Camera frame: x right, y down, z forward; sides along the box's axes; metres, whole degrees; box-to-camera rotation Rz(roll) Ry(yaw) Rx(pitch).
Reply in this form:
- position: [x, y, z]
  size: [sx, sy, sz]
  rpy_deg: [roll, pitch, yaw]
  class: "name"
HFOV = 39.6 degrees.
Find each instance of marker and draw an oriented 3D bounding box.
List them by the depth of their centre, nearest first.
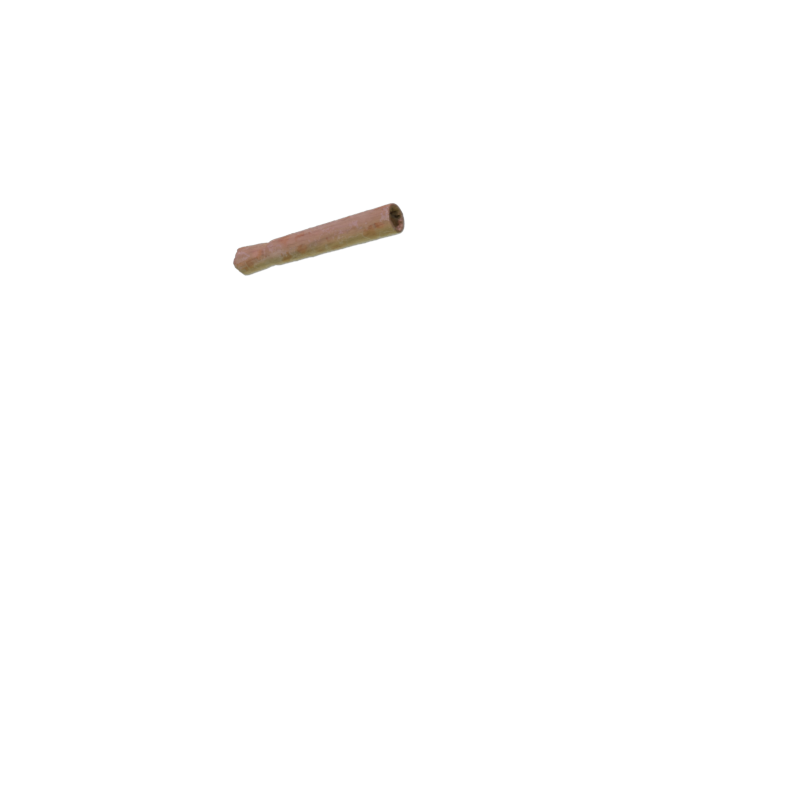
- position: [-0.053, -0.097, 0.679]
  size: [0.123, 0.020, 0.019]
  rpy_deg: [-10, -2, 32]
  class: "marker"
